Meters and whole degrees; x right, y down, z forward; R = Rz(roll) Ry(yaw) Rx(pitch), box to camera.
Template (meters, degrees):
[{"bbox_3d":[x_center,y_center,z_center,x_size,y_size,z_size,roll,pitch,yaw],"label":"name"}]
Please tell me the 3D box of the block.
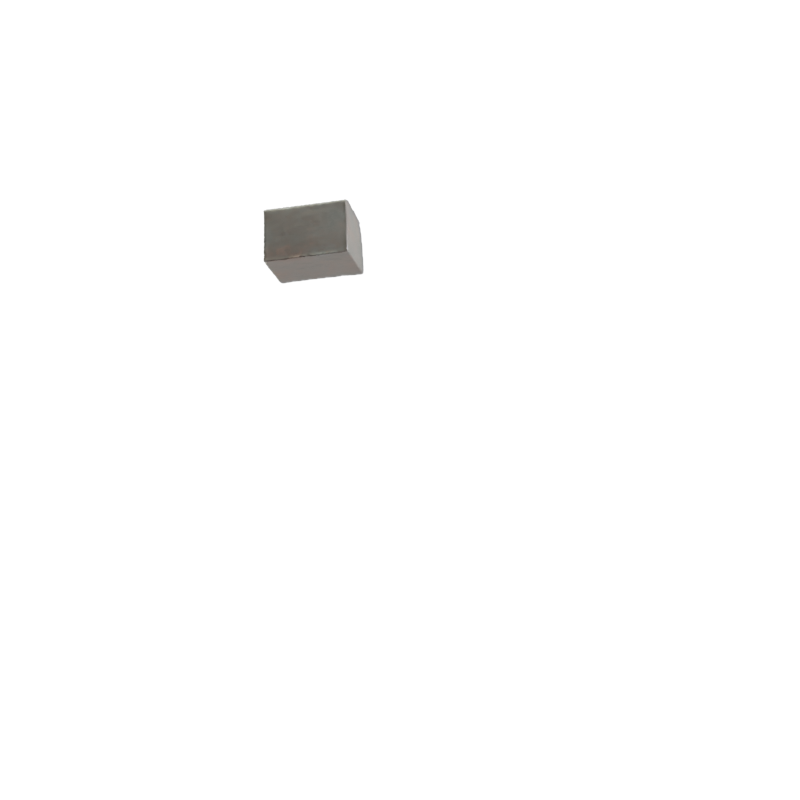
[{"bbox_3d":[-0.076,-0.139,0.971,0.079,0.054,0.049,-5,-21,13],"label":"block"}]
